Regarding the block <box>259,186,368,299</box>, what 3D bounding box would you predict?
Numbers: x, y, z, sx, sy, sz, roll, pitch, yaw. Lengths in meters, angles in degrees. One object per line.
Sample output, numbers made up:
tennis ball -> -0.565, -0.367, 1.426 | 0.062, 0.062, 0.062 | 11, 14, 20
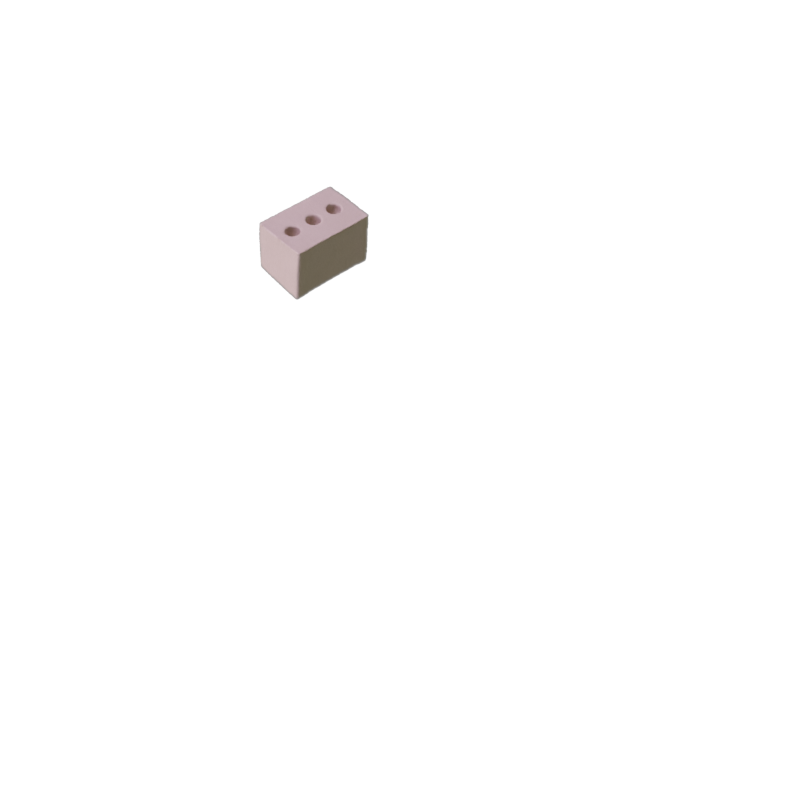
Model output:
block -> -0.072, -0.132, 0.925 | 0.078, 0.048, 0.056 | -33, 56, -28
